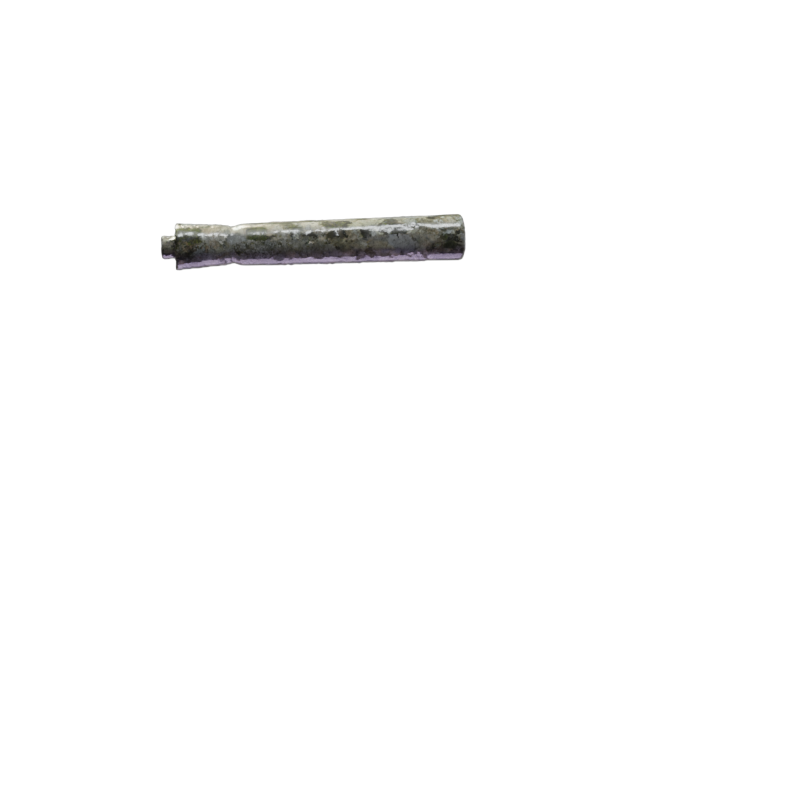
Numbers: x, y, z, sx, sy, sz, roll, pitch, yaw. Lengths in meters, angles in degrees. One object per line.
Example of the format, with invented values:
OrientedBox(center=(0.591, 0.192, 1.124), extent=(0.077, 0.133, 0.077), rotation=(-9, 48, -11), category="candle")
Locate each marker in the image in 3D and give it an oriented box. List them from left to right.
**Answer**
OrientedBox(center=(-0.035, -0.064, 0.445), extent=(0.120, 0.020, 0.020), rotation=(-3, 4, -6), category="marker")
